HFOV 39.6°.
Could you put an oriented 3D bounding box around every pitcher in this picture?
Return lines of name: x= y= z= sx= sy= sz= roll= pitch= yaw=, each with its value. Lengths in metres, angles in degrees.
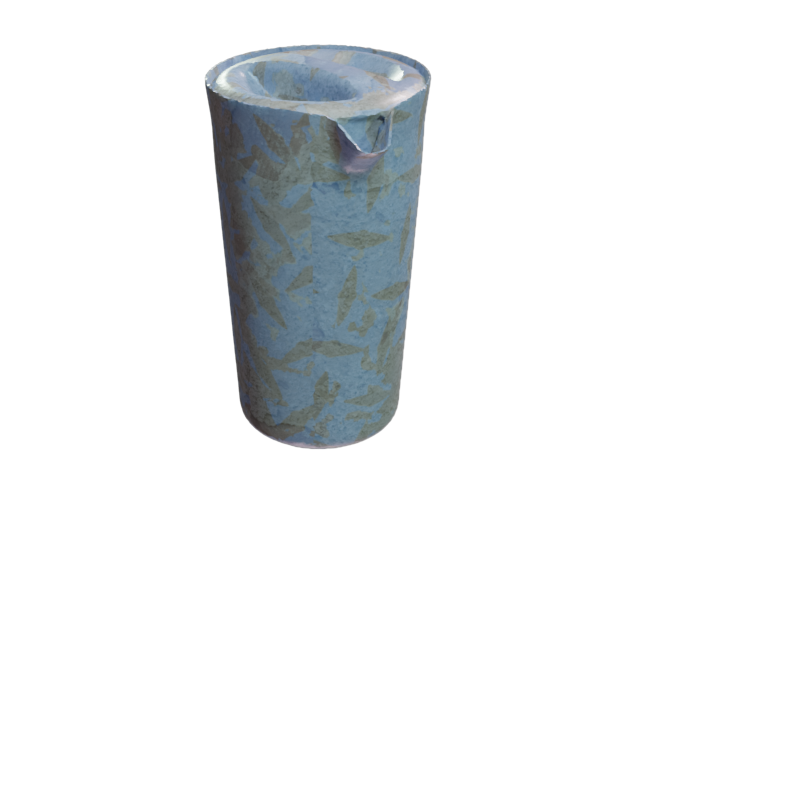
pitcher: x=-0.056 y=-0.101 z=0.710 sx=0.149 sy=0.229 sz=0.153 roll=11 pitch=30 yaw=17
